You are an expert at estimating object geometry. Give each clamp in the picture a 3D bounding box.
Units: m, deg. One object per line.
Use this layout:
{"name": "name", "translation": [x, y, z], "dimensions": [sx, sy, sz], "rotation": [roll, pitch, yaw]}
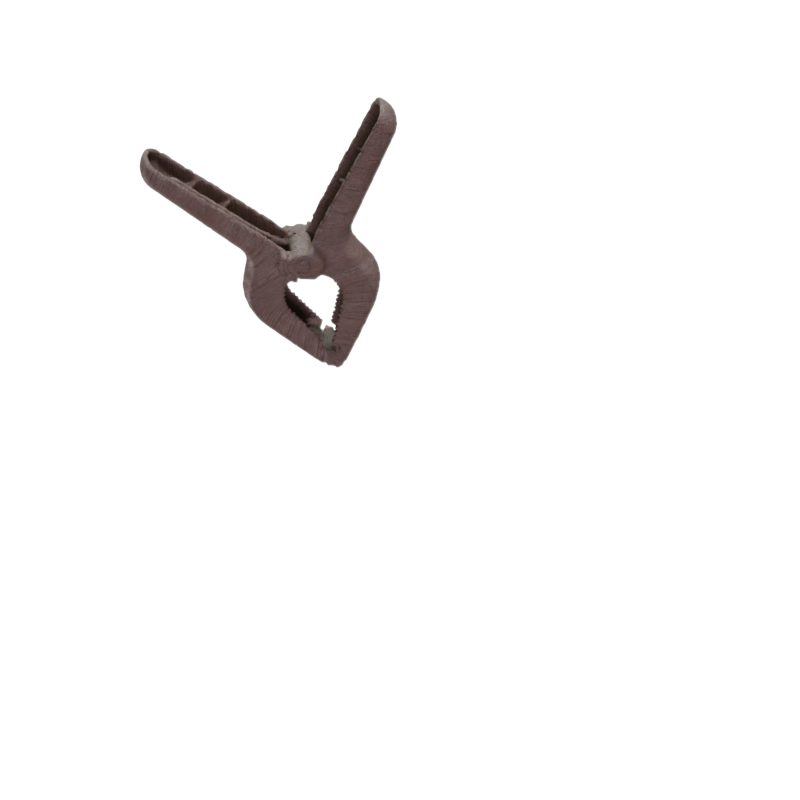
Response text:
{"name": "clamp", "translation": [-0.058, -0.106, 0.743], "dimensions": [0.166, 0.194, 0.039], "rotation": [-15, 41, 13]}
